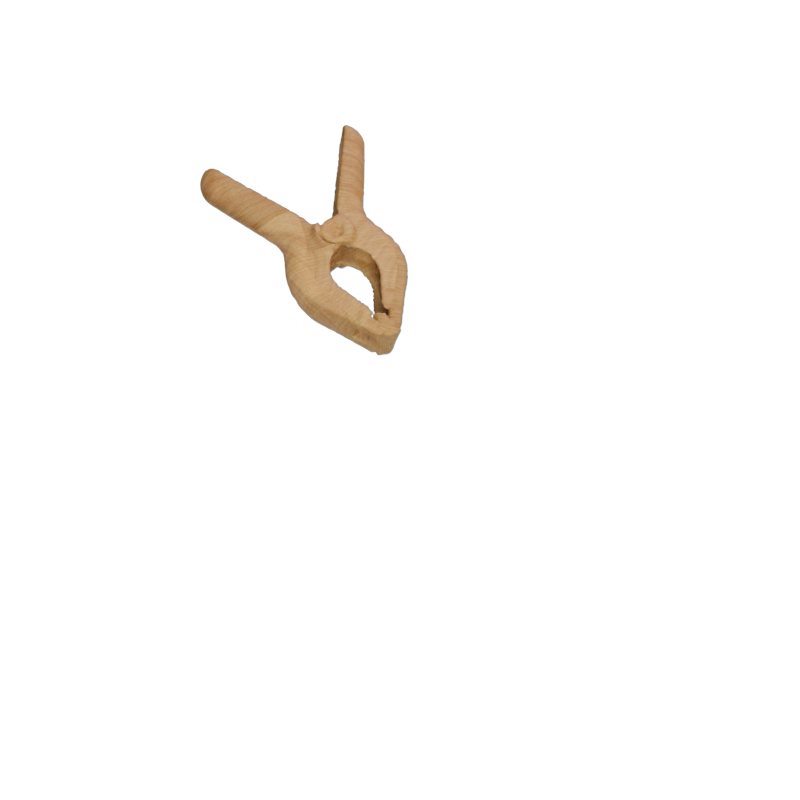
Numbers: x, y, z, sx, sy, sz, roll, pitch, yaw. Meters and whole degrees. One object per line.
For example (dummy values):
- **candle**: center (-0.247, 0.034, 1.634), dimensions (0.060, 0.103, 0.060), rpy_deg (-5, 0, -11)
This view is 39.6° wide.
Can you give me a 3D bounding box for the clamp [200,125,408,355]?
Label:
- **clamp**: center (-0.057, -0.104, 0.727), dimensions (0.119, 0.184, 0.037), rpy_deg (-17, -30, -10)
